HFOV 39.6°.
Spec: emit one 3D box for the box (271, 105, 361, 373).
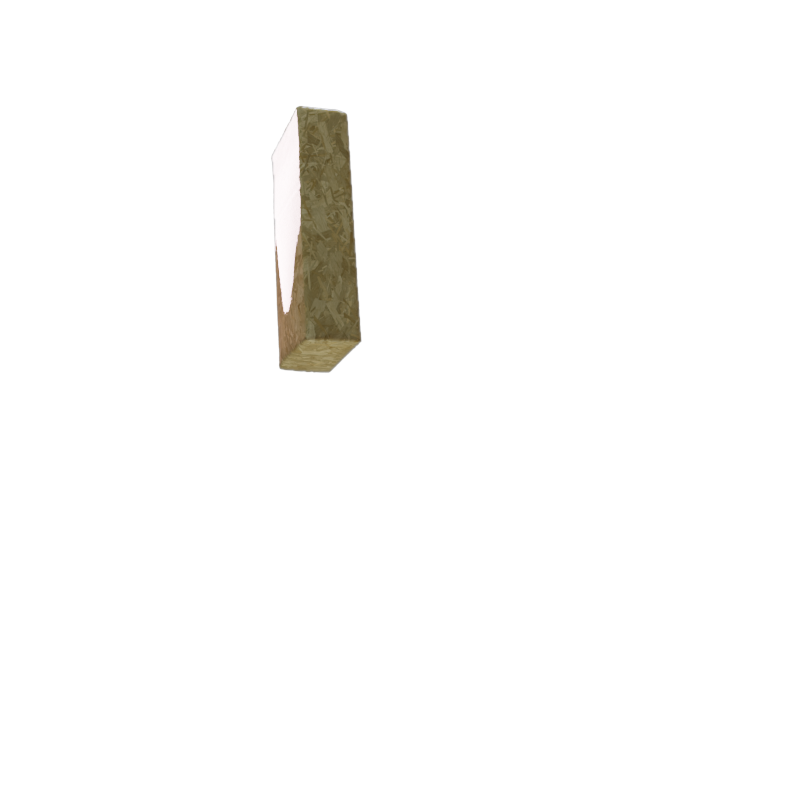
[{"bbox_3d":[-0.063,-0.116,0.812,0.047,0.184,0.091,5,-19,-17],"label":"box"}]
